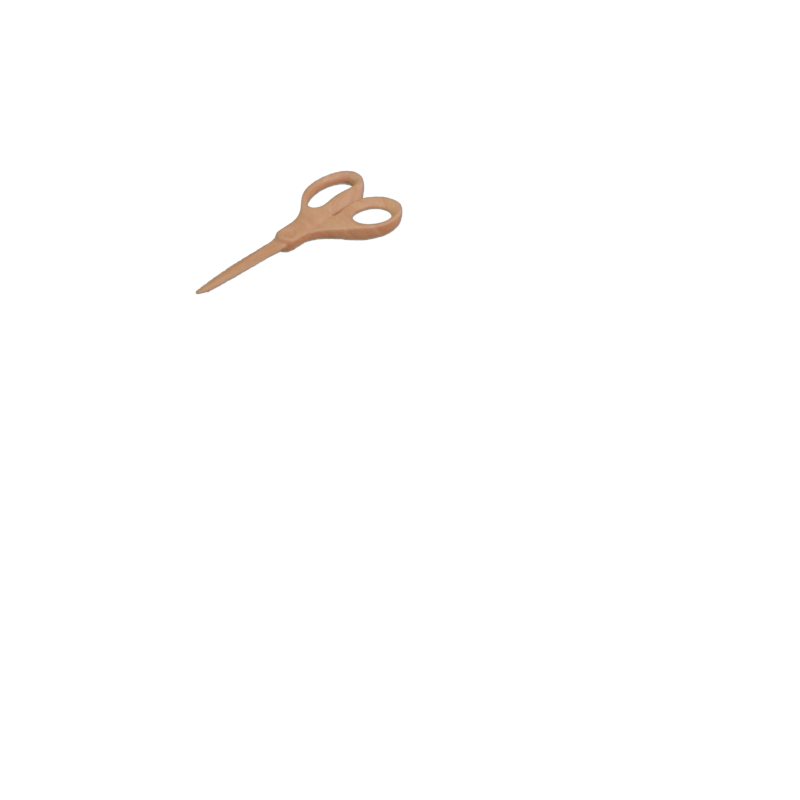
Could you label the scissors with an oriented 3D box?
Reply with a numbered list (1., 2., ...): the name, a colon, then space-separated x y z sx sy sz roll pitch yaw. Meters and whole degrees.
1. scissors: -0.070 -0.127 0.891 0.100 0.015 0.208 17 44 18
